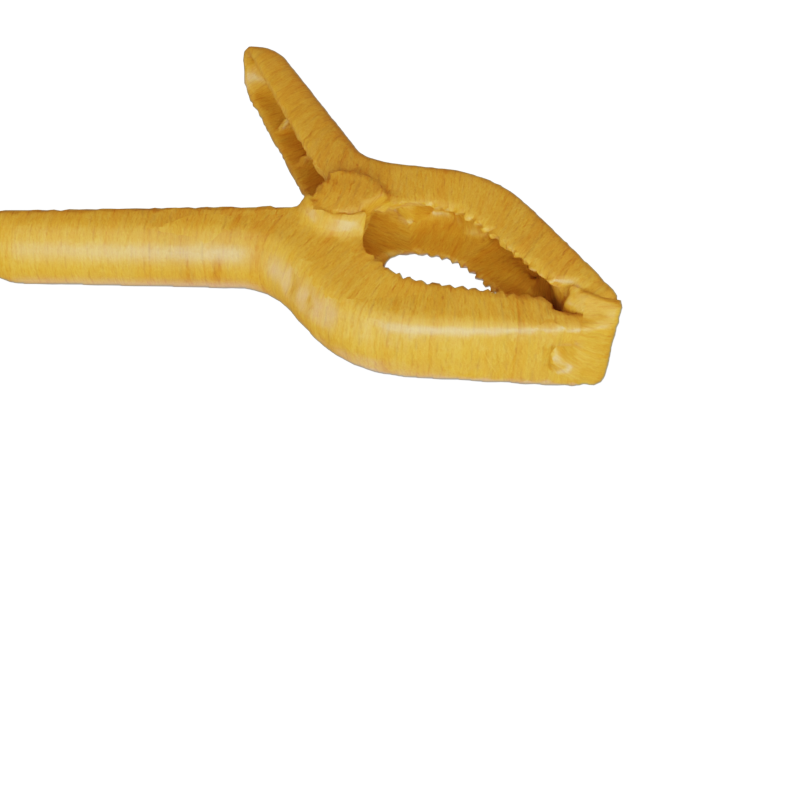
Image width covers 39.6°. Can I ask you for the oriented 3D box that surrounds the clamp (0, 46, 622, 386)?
[{"bbox_3d":[-0.030,-0.055,0.386,0.223,0.034,0.166,30,51,28],"label":"clamp"}]
